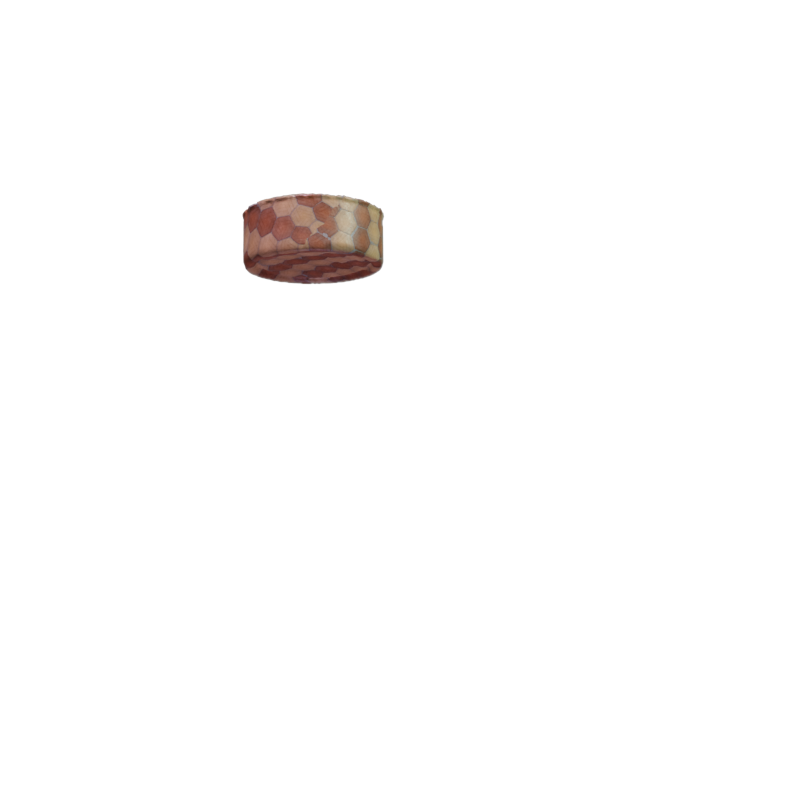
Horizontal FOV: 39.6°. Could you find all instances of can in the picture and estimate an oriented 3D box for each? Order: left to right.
[{"bbox_3d":[-0.052,-0.096,0.669,0.086,0.035,0.083,0,-9,-2],"label":"can"}]
